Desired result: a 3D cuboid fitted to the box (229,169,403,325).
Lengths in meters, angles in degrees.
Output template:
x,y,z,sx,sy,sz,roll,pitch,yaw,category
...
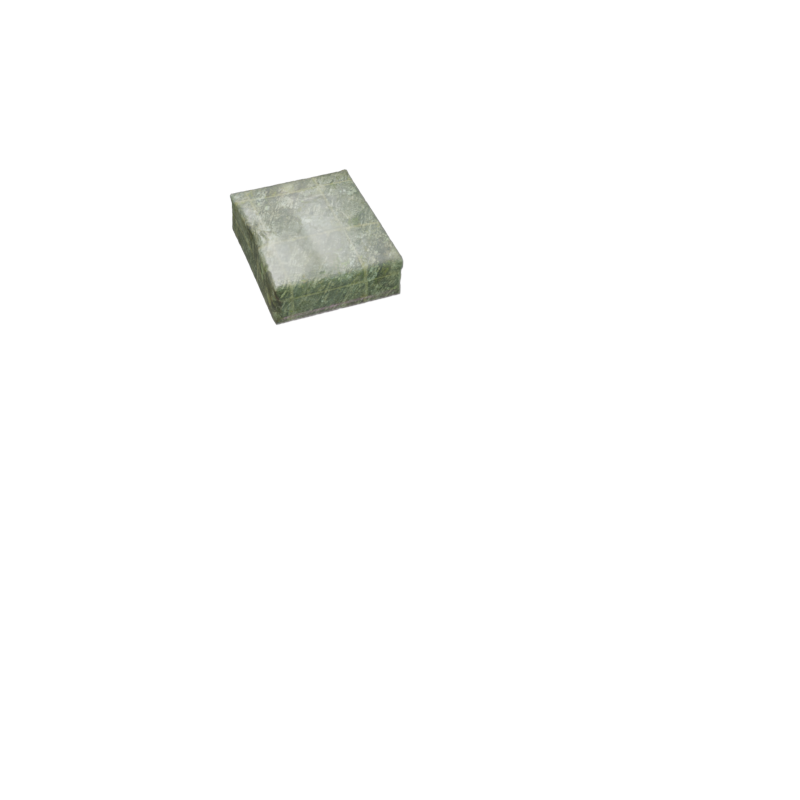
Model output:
x,y,z,sx,sy,sz,roll,pitch,yaw,category
-0.049,-0.089,0.620,0.072,0.028,0.097,-15,47,-15,box
